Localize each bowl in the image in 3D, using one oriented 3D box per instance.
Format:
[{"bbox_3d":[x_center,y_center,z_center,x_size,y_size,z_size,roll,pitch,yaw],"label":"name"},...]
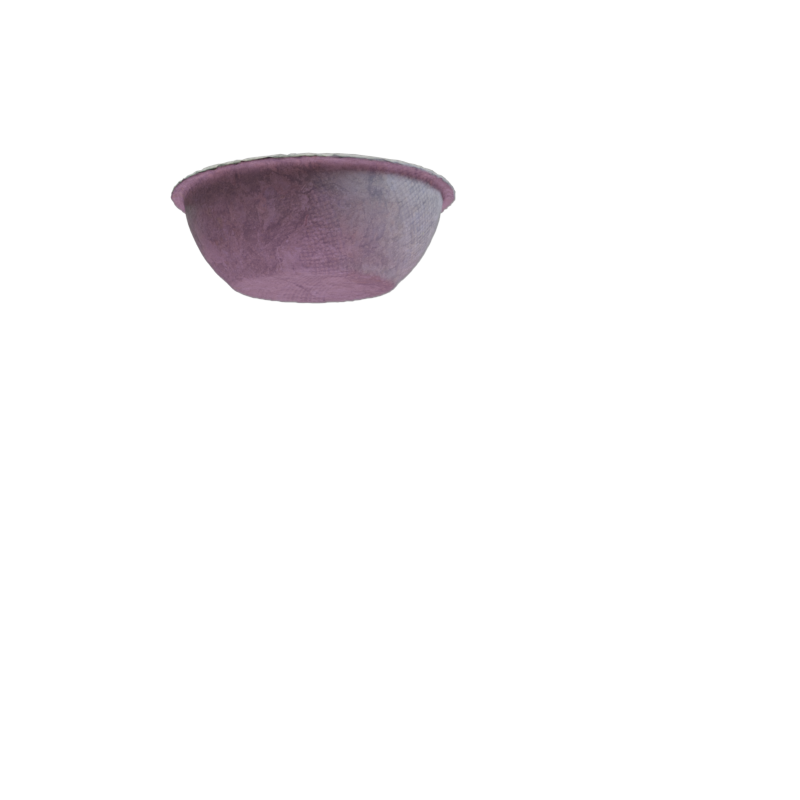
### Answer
[{"bbox_3d":[-0.049,-0.090,0.627,0.162,0.056,0.159,0,-6,-2],"label":"bowl"}]
